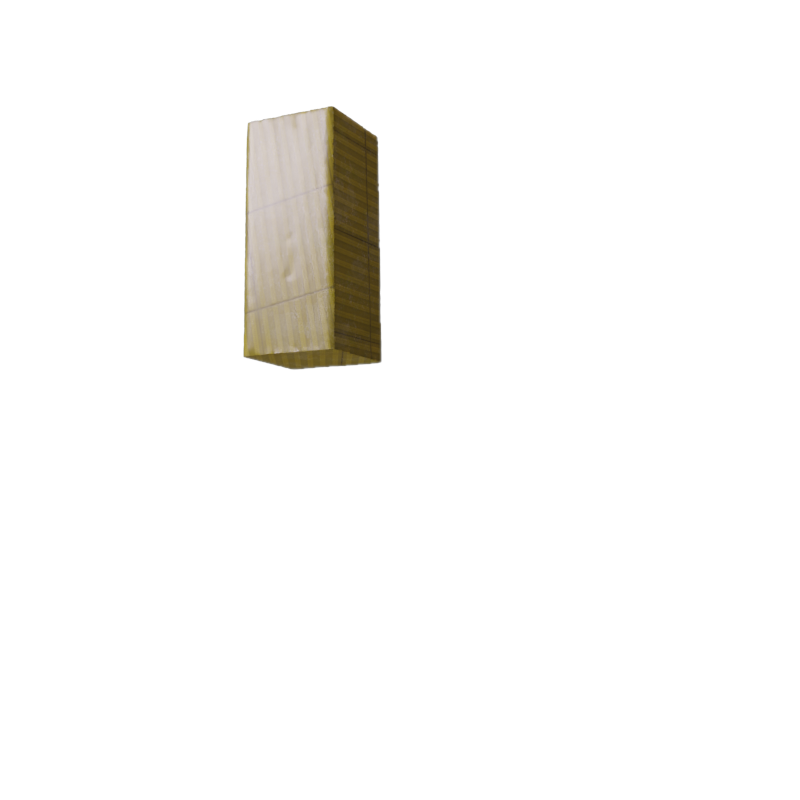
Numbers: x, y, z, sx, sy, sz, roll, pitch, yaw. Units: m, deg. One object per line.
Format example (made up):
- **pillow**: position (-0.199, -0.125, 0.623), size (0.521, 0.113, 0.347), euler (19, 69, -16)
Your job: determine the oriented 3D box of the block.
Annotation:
- **block**: position (-0.076, -0.137, 0.960), size (0.092, 0.213, 0.086), euler (-7, -15, 25)
